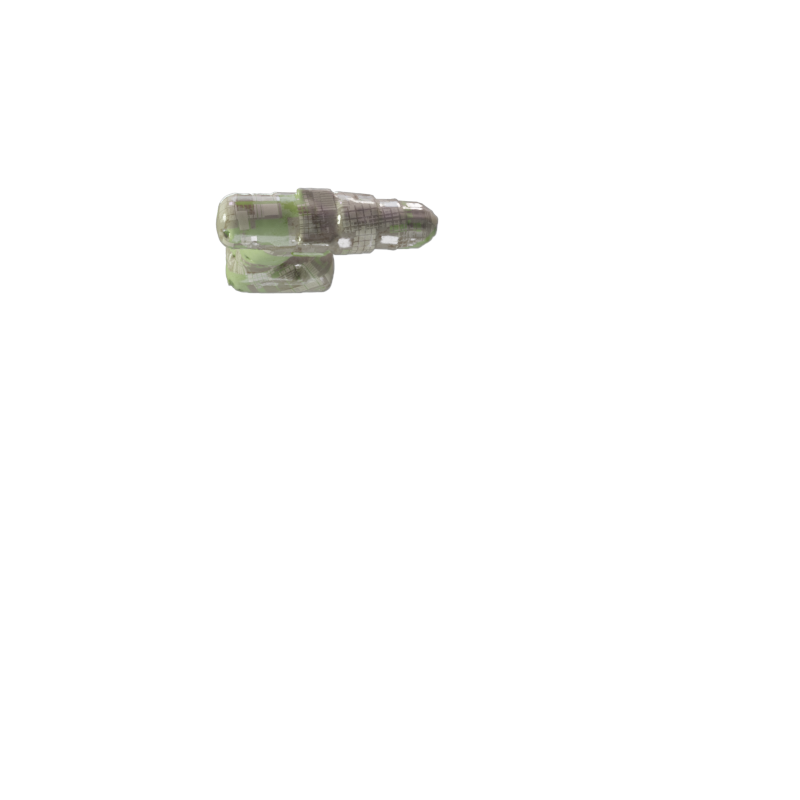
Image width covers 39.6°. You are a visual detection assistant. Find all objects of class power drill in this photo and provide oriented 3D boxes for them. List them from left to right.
[{"bbox_3d":[-0.077,-0.140,0.977,0.181,0.059,0.185,2,-9,-13],"label":"power drill"}]
